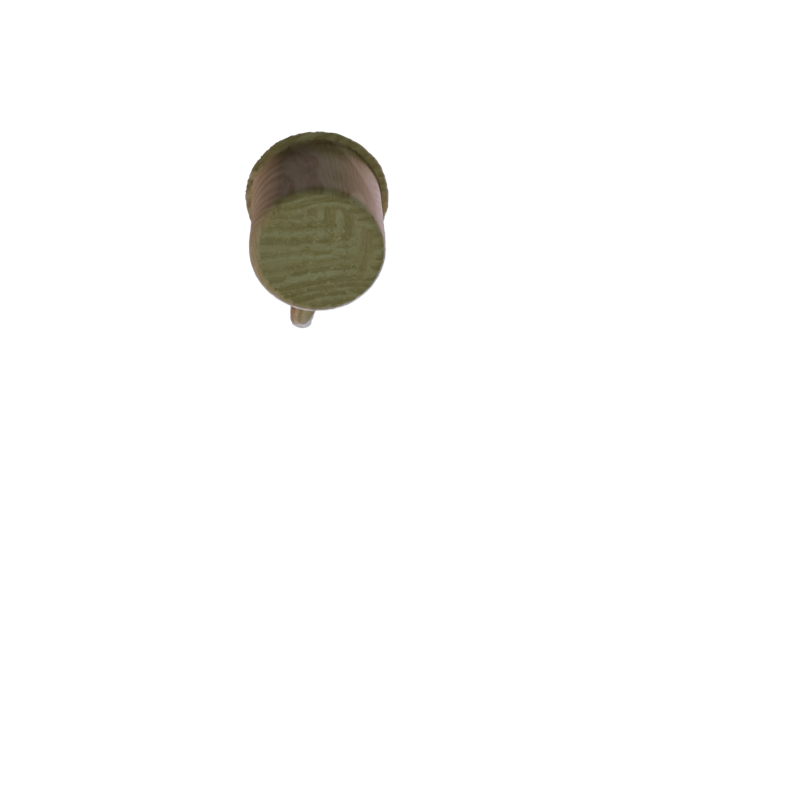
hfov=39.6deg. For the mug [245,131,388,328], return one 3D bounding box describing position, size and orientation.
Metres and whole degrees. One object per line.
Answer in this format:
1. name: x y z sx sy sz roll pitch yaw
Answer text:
1. mug: -0.054 -0.099 0.691 0.092 0.111 0.087 11 30 -8
